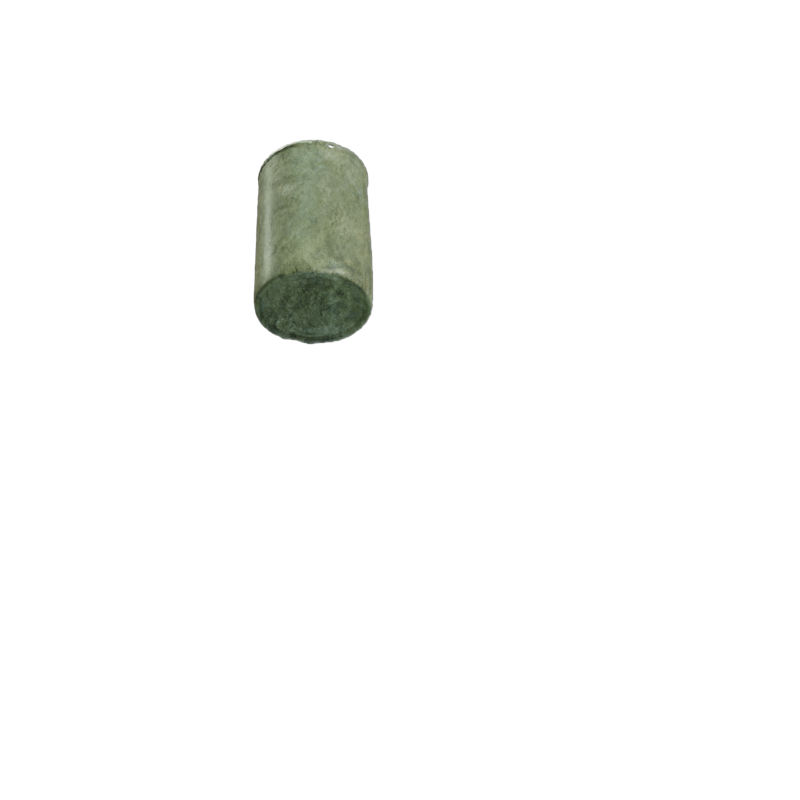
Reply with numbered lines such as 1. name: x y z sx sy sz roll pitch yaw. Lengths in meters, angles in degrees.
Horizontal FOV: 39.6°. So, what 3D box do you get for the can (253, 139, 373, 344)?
1. can: -0.050 -0.092 0.644 0.068 0.110 0.064 -1 -38 -3
